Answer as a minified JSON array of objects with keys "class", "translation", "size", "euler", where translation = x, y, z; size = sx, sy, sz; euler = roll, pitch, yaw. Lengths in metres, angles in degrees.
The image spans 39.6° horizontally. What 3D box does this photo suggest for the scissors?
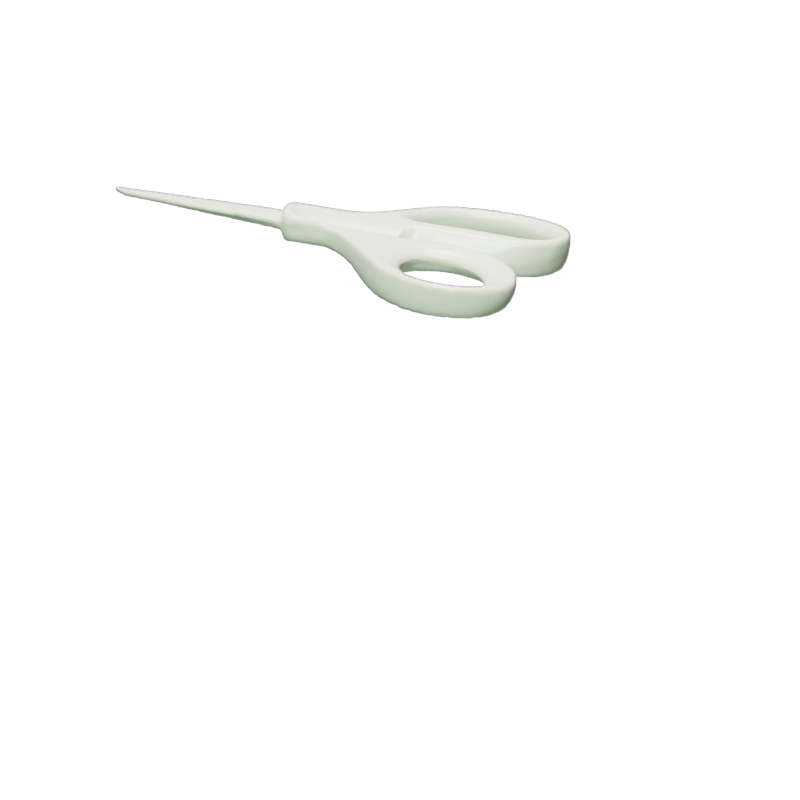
[{"class":"scissors","translation":[-0.035,-0.064,0.446],"size":[0.205,0.015,0.100],"euler":[5,28,10]}]
